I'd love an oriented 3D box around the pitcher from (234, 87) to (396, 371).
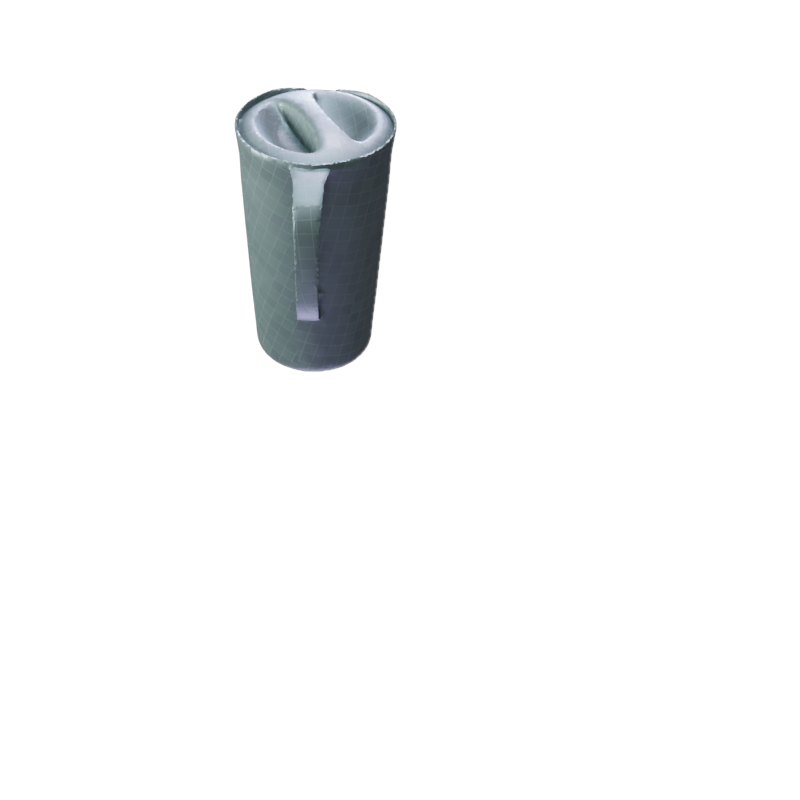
[{"bbox_3d":[-0.076,-0.138,0.970,0.149,0.227,0.155,-31,49,-34],"label":"pitcher"}]
